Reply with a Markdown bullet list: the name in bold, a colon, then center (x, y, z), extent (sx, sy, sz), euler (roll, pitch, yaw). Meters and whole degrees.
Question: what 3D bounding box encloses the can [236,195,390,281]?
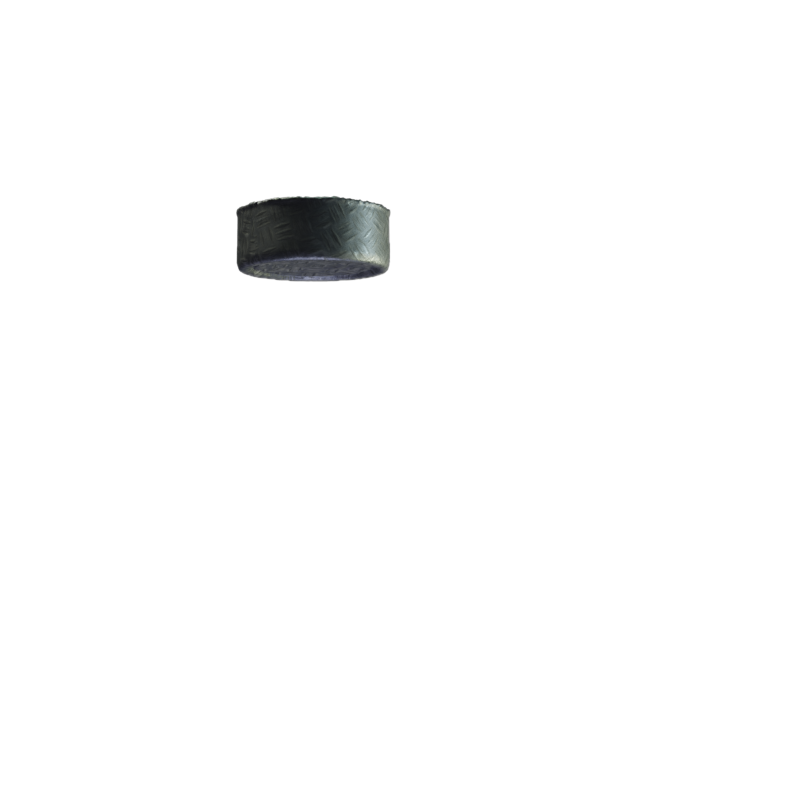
- **can**: center (-0.048, -0.087, 0.613), extent (0.086, 0.034, 0.085), euler (0, -3, -2)
